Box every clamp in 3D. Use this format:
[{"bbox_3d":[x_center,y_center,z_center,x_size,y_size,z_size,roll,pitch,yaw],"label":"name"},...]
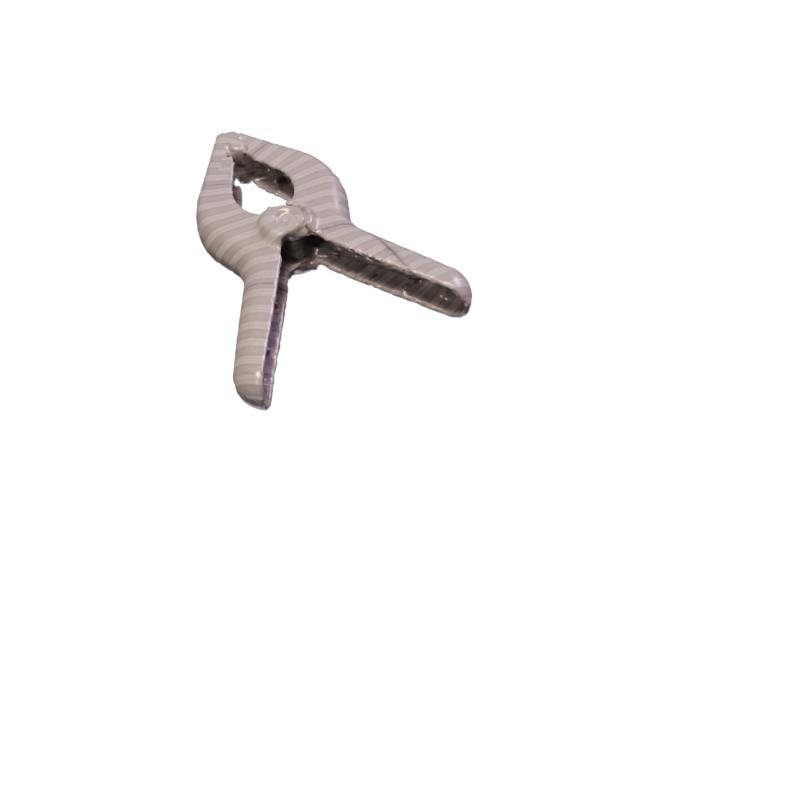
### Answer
[{"bbox_3d":[-0.044,-0.080,0.561,0.119,0.185,0.037,-15,-37,-12],"label":"clamp"}]
